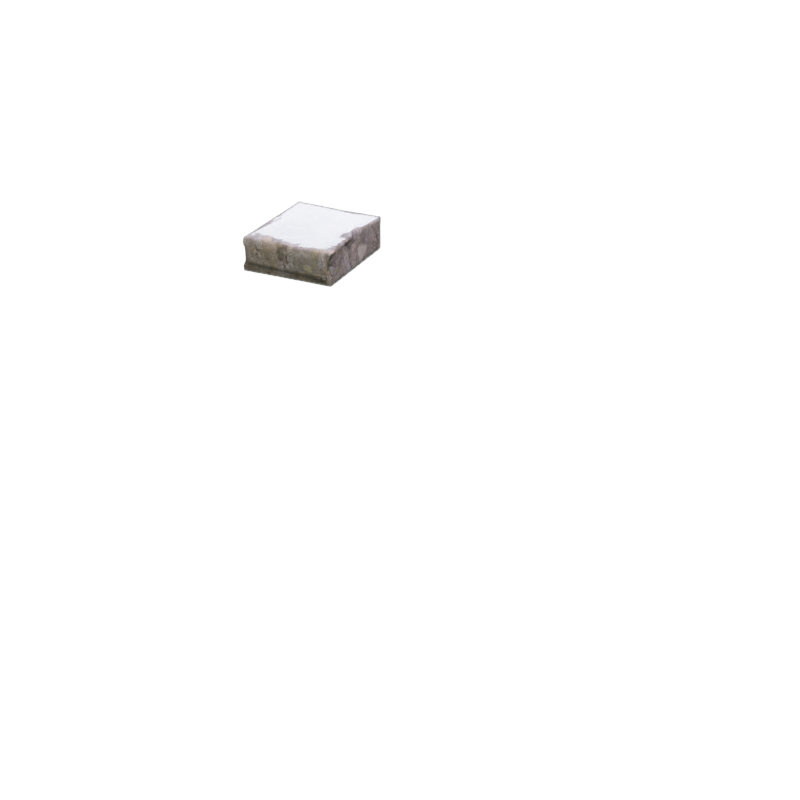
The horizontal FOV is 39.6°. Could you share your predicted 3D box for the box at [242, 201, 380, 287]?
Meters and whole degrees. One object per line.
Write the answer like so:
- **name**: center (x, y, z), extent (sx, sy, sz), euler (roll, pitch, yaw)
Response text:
- **box**: center (-0.065, -0.119, 0.834), extent (0.076, 0.029, 0.091), euler (13, 30, 23)
